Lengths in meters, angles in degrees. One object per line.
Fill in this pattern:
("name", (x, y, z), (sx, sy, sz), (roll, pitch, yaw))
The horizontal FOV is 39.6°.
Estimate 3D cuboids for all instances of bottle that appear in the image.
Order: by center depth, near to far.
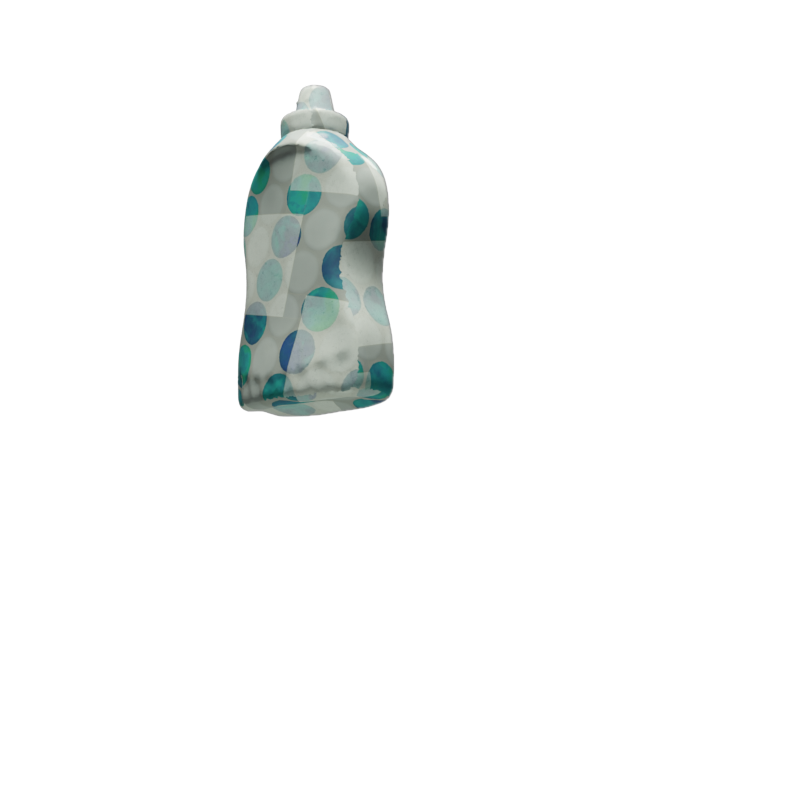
("bottle", (-0.050, -0.091, 0.638), (0.098, 0.199, 0.055), (-15, -22, 42))
